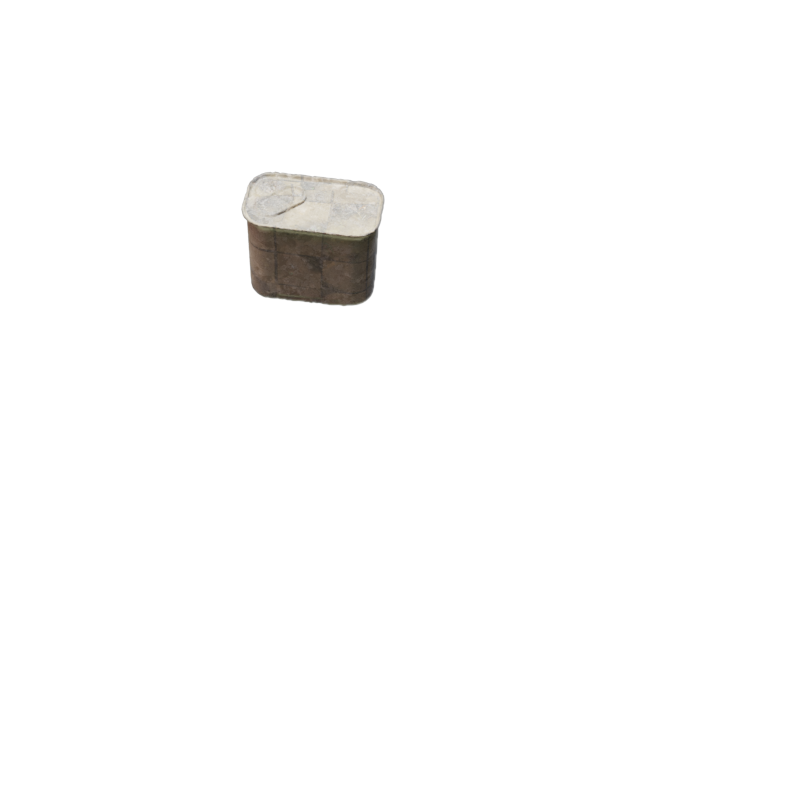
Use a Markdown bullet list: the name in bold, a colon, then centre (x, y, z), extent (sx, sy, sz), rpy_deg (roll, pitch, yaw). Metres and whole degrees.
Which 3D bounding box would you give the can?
- **can**: centre (-0.066, -0.119, 0.836), extent (0.103, 0.061, 0.078), rpy_deg (7, -39, 4)
